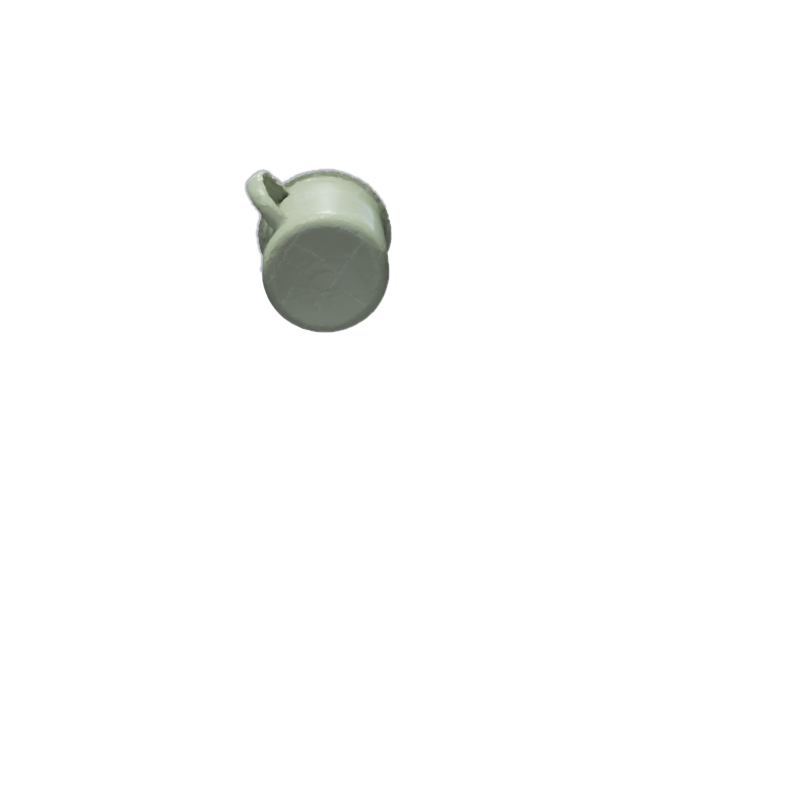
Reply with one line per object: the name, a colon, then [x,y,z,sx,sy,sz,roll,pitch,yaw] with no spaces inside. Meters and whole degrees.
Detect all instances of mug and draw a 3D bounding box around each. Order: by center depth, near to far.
mug: [-0.057,-0.104,0.731,0.093,0.112,0.086,-38,19,14]
